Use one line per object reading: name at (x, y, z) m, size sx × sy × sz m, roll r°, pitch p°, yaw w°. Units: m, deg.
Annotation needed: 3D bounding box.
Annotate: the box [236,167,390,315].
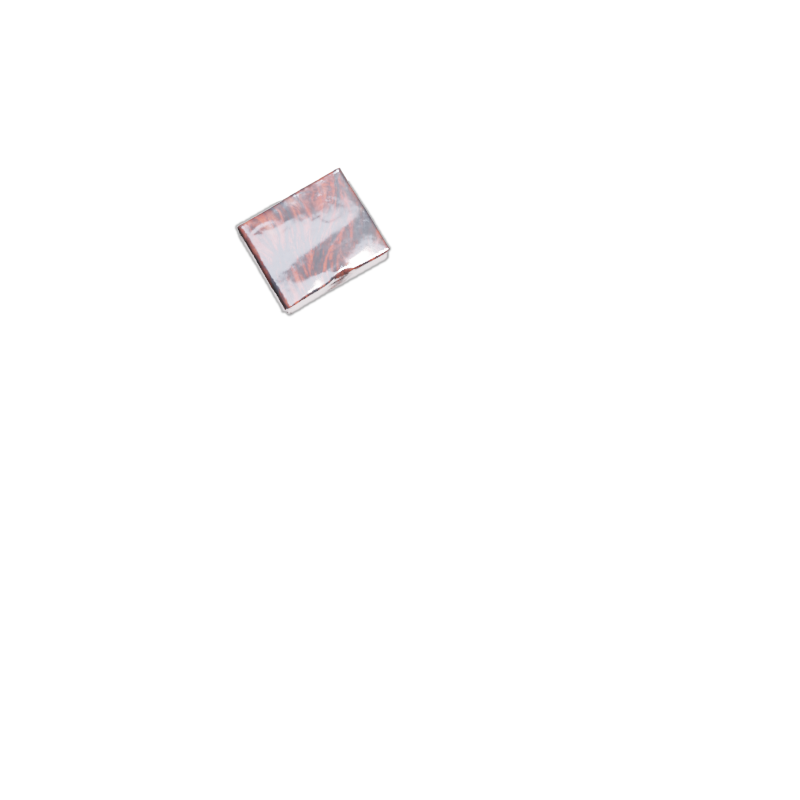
box at (-0.063, -0.115, 0.807) m, size 0.089 × 0.076 × 0.029 m, roll -30°, pitch -13°, yaw -8°
